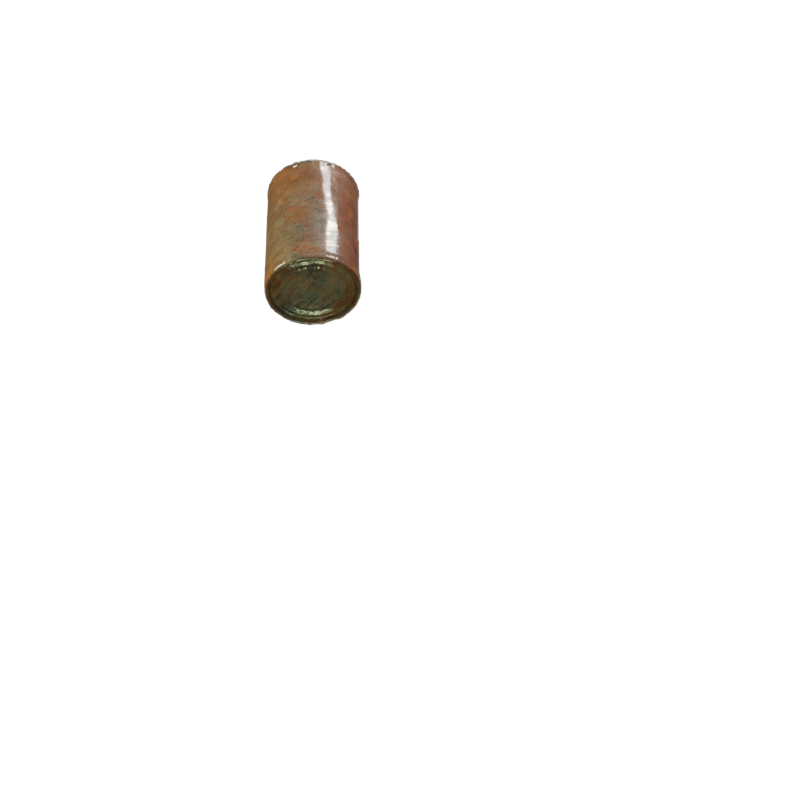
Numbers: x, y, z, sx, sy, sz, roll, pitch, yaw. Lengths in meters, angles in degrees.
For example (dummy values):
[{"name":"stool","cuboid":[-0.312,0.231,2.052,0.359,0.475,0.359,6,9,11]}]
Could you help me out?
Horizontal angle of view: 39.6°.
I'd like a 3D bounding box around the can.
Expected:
[{"name":"can","cuboid":[-0.061,-0.112,0.782,0.068,0.110,0.064,-1,-43,-3]}]
